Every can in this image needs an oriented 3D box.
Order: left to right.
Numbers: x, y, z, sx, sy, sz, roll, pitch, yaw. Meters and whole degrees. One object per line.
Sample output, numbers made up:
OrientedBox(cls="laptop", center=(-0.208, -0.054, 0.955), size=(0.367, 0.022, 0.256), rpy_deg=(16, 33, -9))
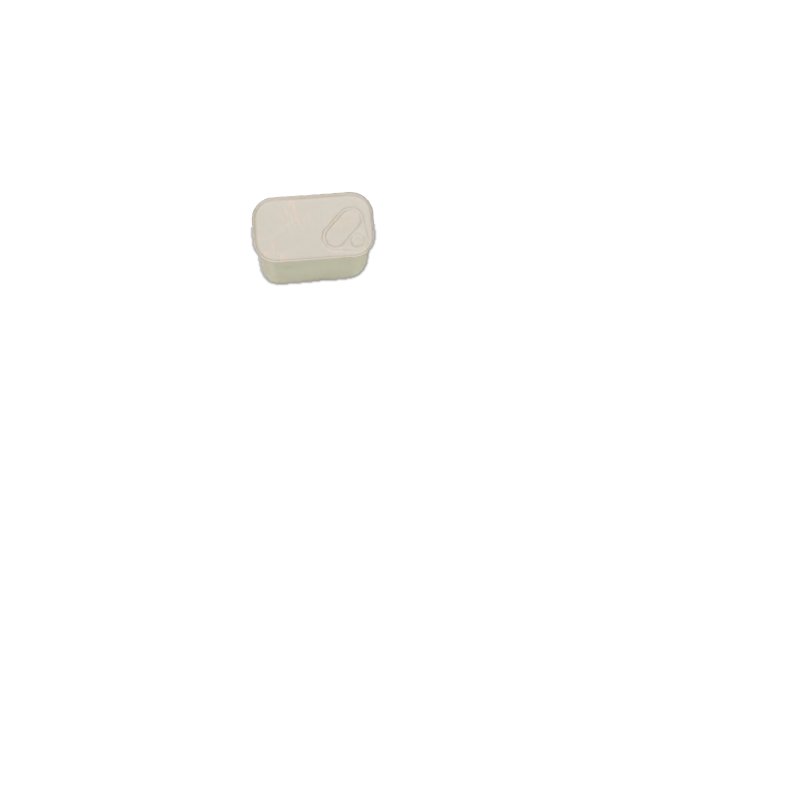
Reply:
OrientedBox(cls="can", center=(-0.075, -0.137, 0.961), size=(0.102, 0.060, 0.081), rpy_deg=(-4, -12, -3))
